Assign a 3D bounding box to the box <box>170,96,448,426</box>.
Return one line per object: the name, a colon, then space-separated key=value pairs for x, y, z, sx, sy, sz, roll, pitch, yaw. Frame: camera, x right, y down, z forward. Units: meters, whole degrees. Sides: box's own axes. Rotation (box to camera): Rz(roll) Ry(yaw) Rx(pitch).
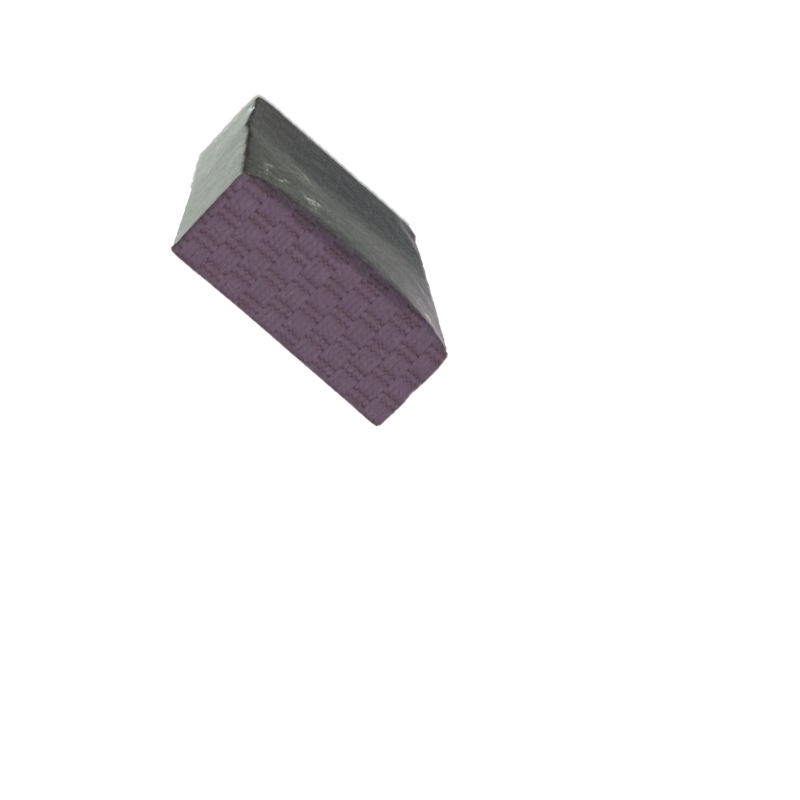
box: x=-0.056 y=-0.103 z=0.719 sx=0.158 sy=0.071 sz=0.225 roll=40 pitch=17 yaw=-18
